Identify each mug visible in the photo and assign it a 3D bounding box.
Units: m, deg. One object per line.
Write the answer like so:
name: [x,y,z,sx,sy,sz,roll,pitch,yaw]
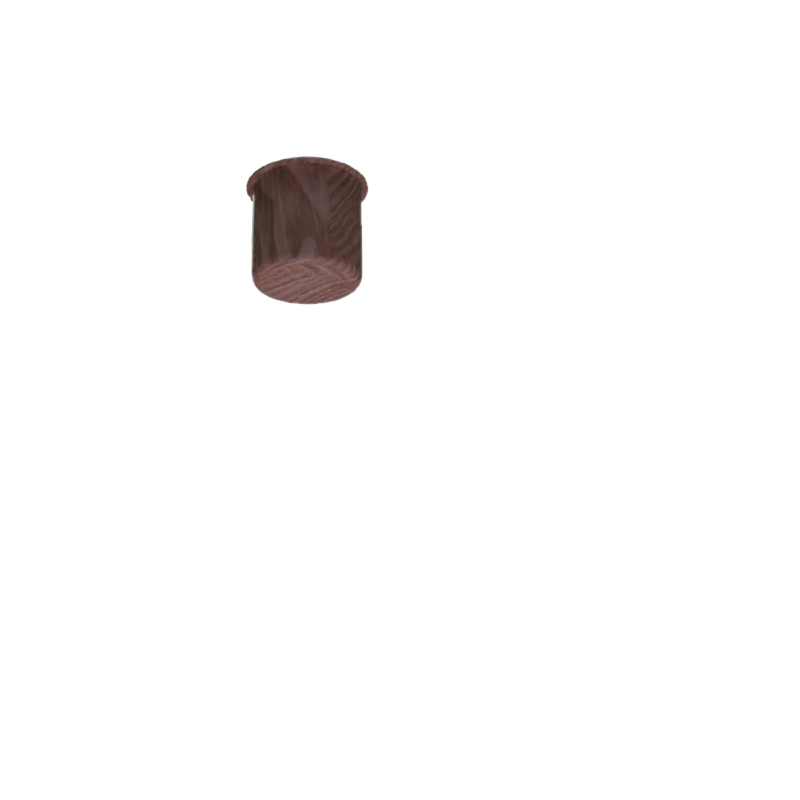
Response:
mug: [-0.065,-0.119,0.835,0.095,0.086,0.109,-9,-24,19]
